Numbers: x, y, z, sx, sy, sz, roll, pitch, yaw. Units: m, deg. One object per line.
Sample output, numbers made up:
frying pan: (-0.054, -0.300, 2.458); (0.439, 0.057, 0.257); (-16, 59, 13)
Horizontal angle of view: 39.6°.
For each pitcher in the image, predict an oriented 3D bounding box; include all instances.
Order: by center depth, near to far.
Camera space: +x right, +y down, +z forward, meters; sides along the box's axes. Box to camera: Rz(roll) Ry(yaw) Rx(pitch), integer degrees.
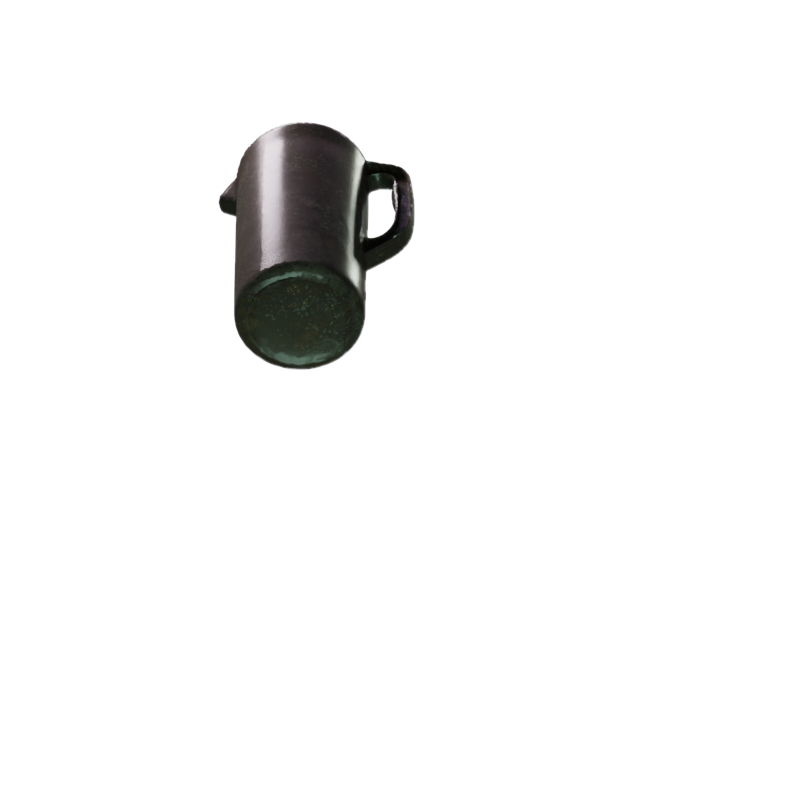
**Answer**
pitcher: (-0.078, -0.142, 0.998); (0.138, 0.146, 0.260); (30, 30, -23)
